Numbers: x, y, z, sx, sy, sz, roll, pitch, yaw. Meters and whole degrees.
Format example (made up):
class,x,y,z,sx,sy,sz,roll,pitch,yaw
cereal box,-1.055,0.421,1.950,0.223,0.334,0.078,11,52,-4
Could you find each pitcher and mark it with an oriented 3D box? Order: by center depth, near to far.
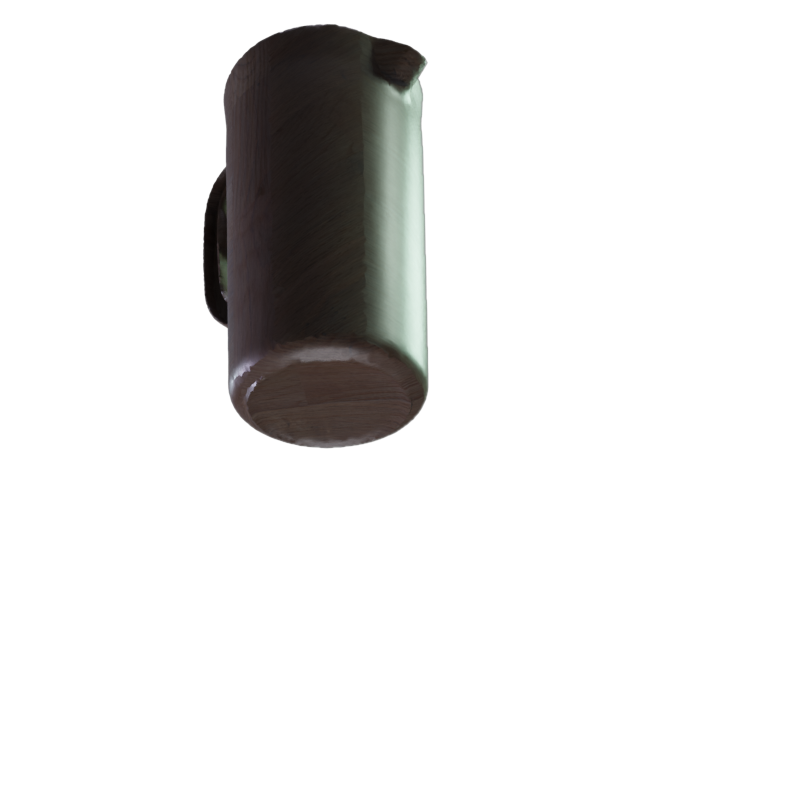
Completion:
class,x,y,z,sx,sy,sz,roll,pitch,yaw
pitcher,-0.053,-0.096,0.672,0.144,0.260,0.140,1,-37,-4
